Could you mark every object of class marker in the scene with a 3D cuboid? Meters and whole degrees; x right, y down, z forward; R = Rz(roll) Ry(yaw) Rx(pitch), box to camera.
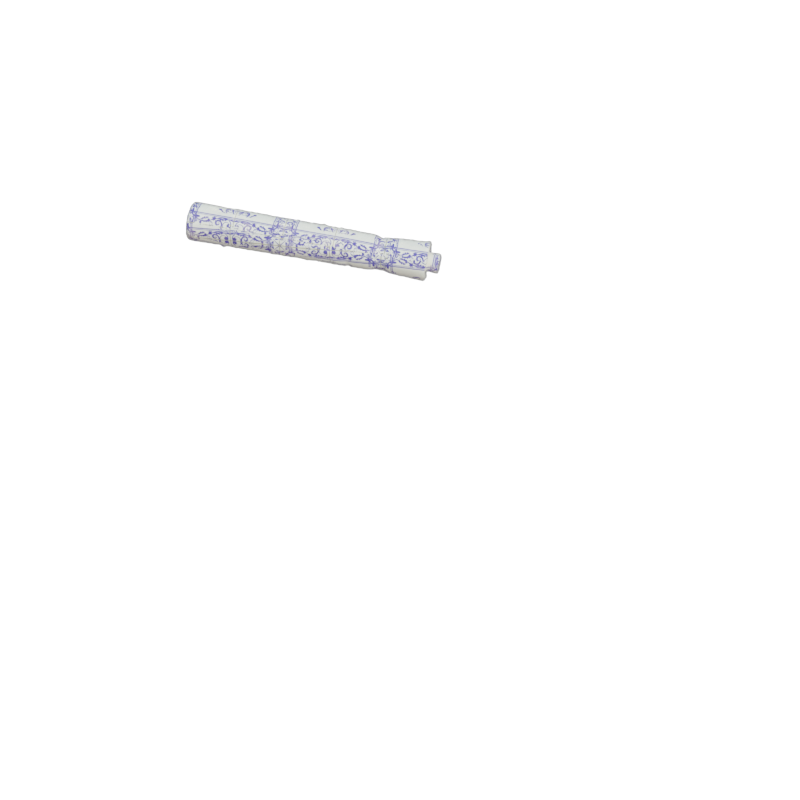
[{"bbox_3d":[-0.041,-0.075,0.524,0.123,0.020,0.020,11,5,9],"label":"marker"}]
